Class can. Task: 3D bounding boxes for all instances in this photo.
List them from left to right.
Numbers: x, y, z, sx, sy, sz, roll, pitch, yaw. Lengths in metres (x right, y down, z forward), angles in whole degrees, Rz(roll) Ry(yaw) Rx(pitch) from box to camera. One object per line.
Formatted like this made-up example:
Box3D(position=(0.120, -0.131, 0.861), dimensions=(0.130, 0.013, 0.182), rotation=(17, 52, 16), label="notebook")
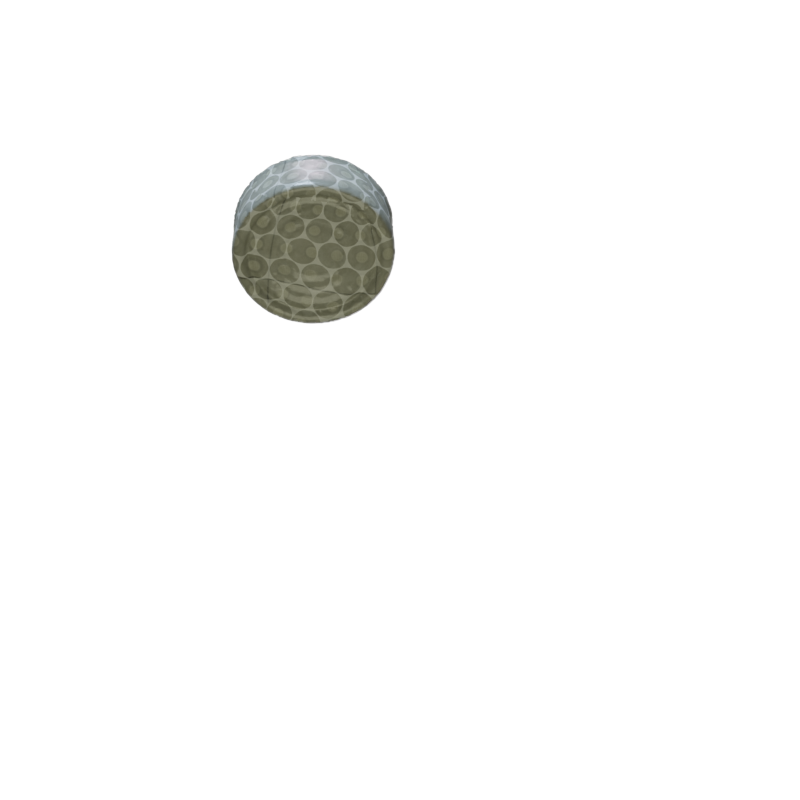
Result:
Box3D(position=(-0.046, -0.083, 0.582), dimensions=(0.086, 0.081, 0.036), rotation=(1, 32, -1), label="can")
